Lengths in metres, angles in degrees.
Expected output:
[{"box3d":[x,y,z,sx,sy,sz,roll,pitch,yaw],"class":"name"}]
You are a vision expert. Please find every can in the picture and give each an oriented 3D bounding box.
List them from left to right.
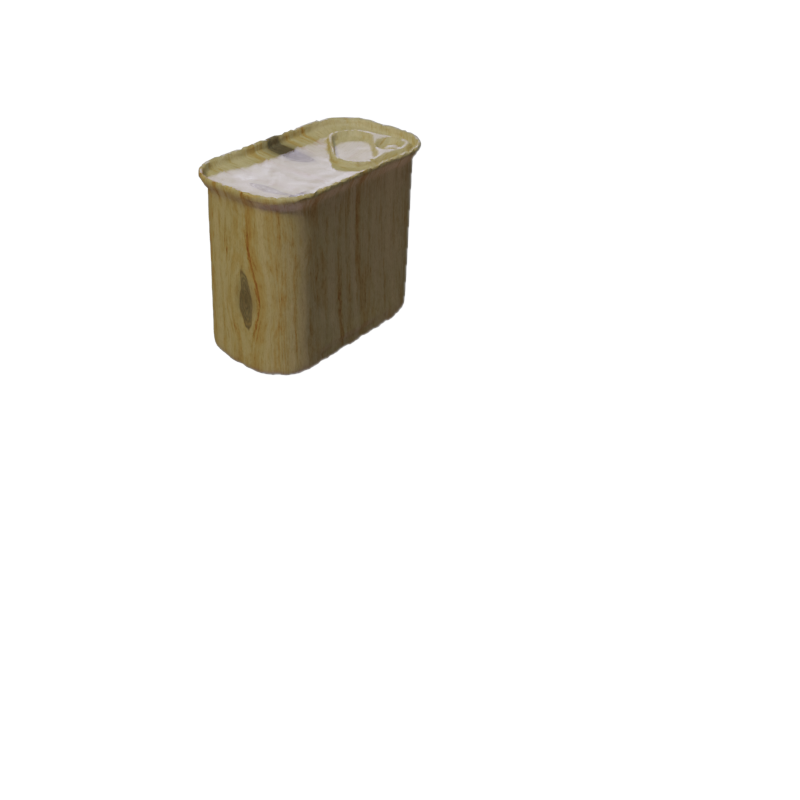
[{"box3d":[-0.038,-0.070,0.490,0.061,0.079,0.102,22,36,32],"class":"can"}]
